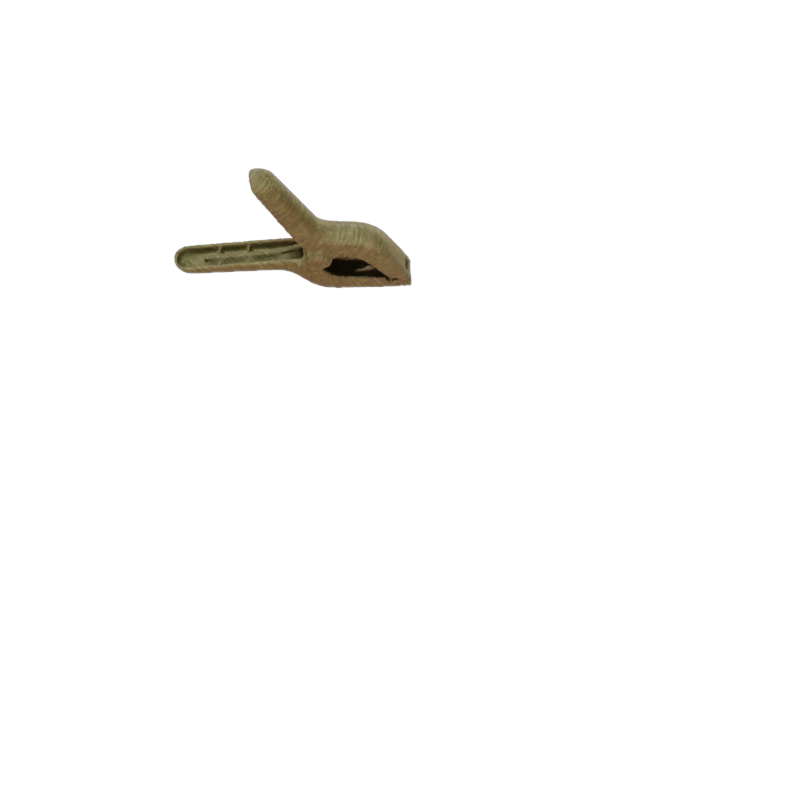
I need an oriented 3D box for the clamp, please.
[{"bbox_3d":[-0.076,-0.139,0.973,0.203,0.038,0.161,9,-24,-22],"label":"clamp"}]
